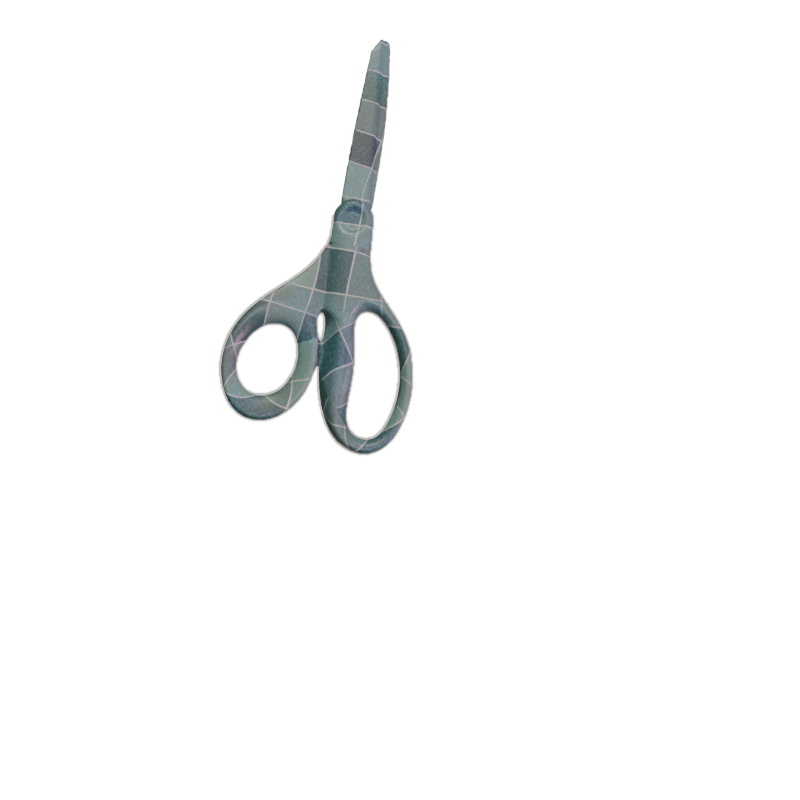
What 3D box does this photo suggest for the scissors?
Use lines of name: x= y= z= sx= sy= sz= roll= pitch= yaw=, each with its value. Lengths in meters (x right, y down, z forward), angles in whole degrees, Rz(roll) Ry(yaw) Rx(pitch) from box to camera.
scissors: x=-0.041 y=-0.075 z=0.523 sx=0.096 sy=0.210 sz=0.015 roll=-6 pitch=-16 yaw=-2
